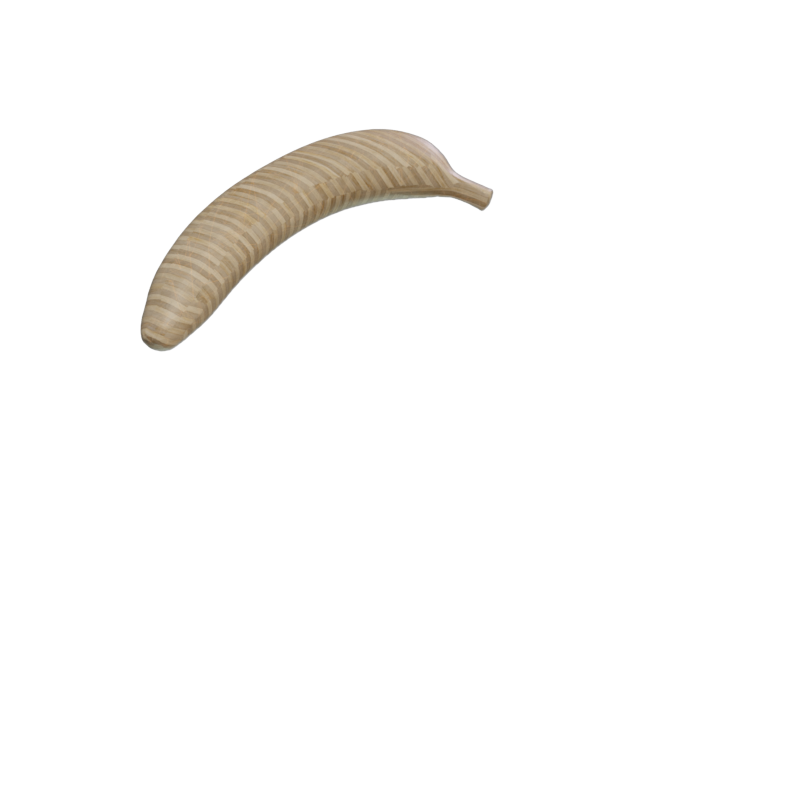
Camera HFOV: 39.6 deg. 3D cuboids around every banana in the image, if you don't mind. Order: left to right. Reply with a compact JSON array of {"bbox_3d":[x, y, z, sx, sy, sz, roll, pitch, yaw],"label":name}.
[{"bbox_3d":[-0.049,-0.091,0.547,0.197,0.075,0.034,-28,-34,-21],"label":"banana"}]
